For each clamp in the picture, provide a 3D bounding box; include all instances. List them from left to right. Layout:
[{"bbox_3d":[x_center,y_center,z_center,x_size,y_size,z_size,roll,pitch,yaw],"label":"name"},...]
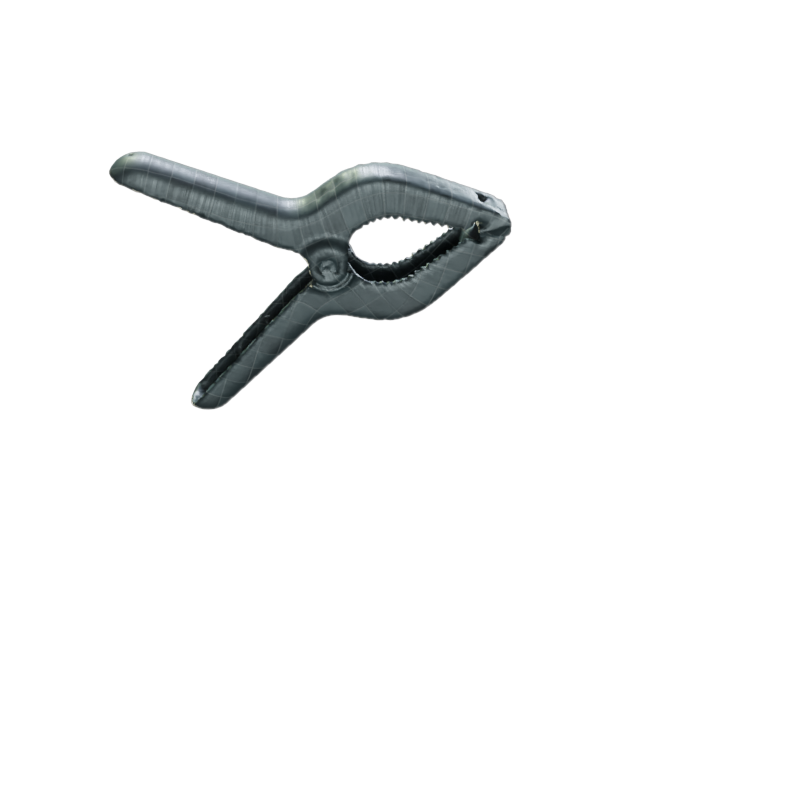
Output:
[{"bbox_3d":[-0.048,-0.087,0.609,0.211,0.154,0.039,-17,29,10],"label":"clamp"}]
